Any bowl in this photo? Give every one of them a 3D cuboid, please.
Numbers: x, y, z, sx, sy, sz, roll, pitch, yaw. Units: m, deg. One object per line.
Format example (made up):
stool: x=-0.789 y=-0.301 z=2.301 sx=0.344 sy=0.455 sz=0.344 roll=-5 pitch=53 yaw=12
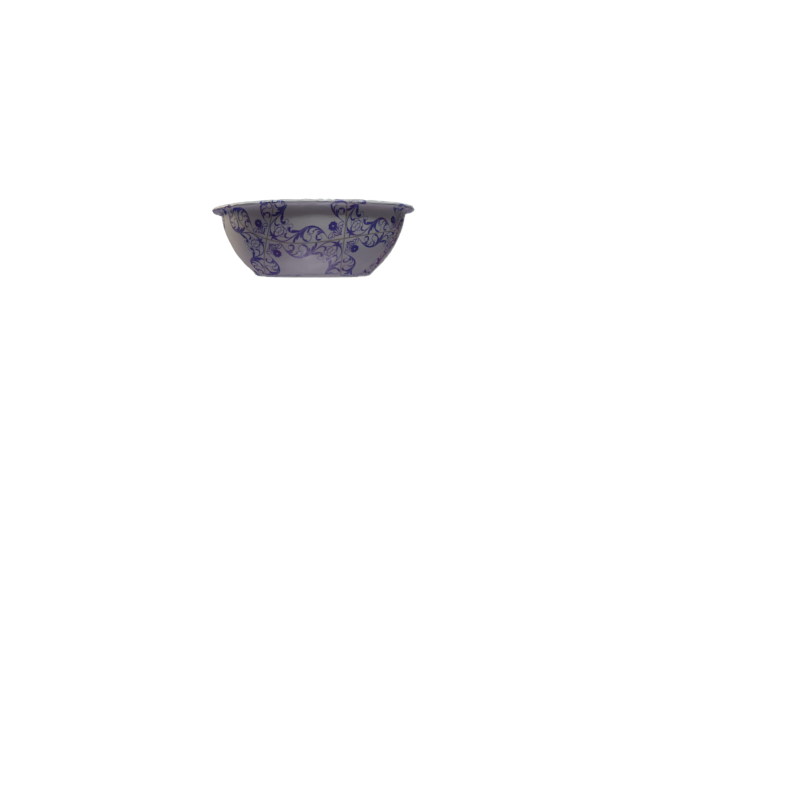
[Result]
bowl: x=-0.069 y=-0.126 z=0.885 sx=0.162 sy=0.055 sz=0.162 roll=0 pitch=4 yaw=-2
